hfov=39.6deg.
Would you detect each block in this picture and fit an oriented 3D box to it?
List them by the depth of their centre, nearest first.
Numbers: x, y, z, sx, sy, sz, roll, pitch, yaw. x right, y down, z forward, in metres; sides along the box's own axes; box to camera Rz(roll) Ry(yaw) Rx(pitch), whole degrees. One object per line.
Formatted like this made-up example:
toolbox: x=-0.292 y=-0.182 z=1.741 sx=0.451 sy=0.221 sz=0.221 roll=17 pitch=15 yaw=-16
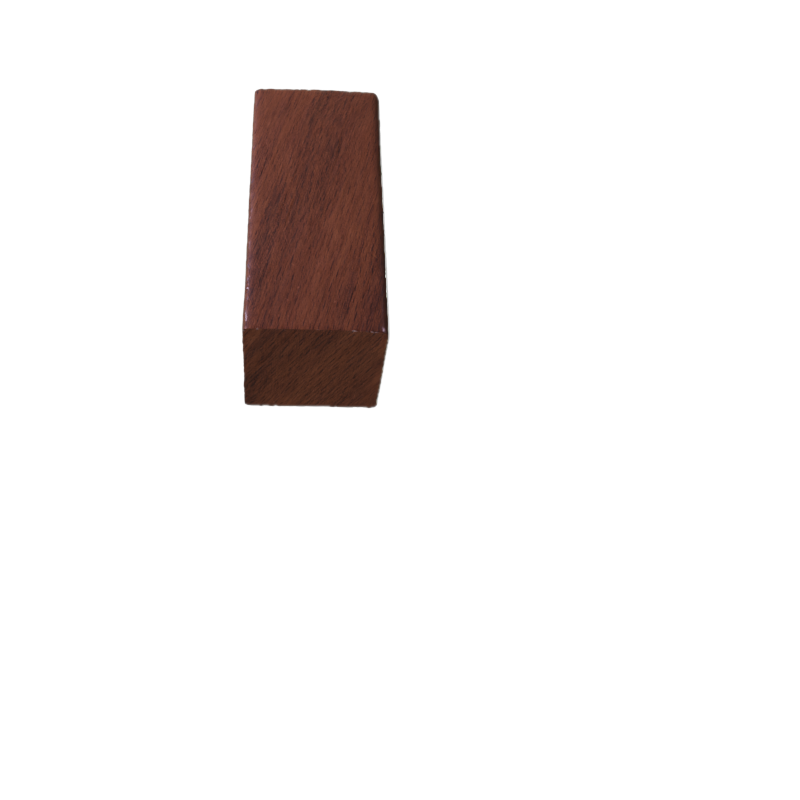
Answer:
block: x=-0.059 y=-0.108 z=0.756 sx=0.090 sy=0.221 sz=0.085 roll=1 pitch=-36 yaw=-5
